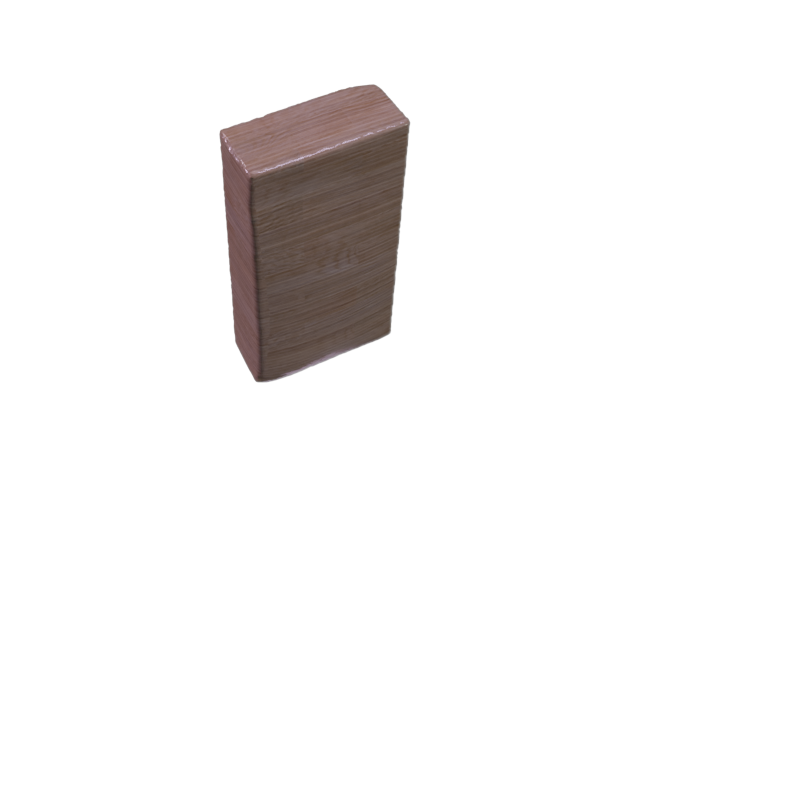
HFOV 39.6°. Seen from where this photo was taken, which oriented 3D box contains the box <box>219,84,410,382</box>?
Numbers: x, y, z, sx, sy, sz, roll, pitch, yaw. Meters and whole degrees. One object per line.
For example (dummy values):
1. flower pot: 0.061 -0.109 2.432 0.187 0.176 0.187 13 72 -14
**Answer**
1. box: -0.049 -0.089 0.622 0.093 0.052 0.164 -22 -36 -20
